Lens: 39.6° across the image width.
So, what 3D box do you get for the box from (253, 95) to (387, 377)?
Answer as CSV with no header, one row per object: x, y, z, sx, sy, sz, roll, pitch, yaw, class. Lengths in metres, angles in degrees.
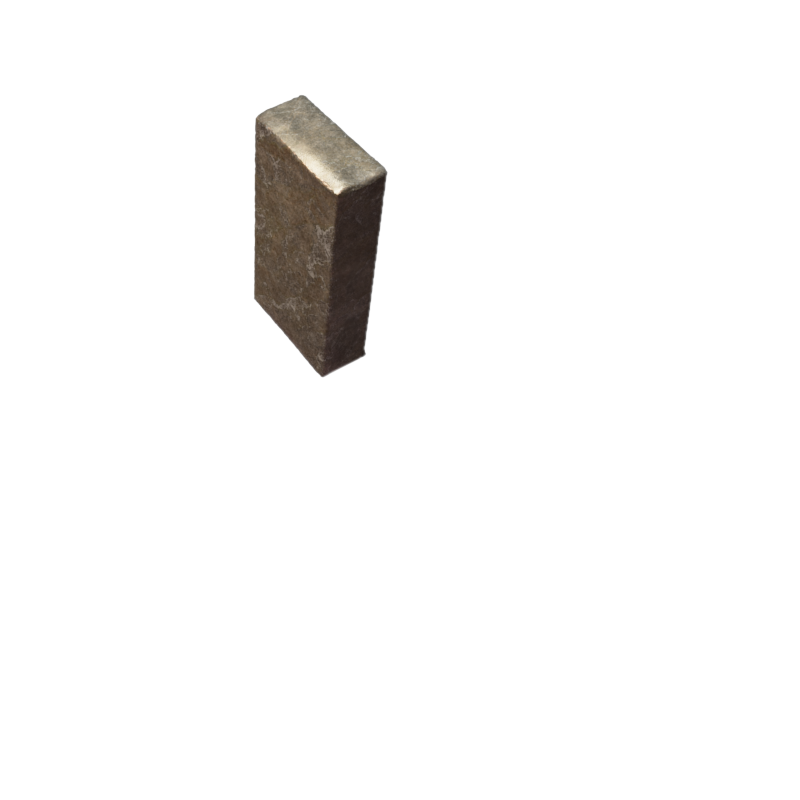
-0.059,-0.106,0.743,0.048,0.164,0.100,-28,57,-24,box
